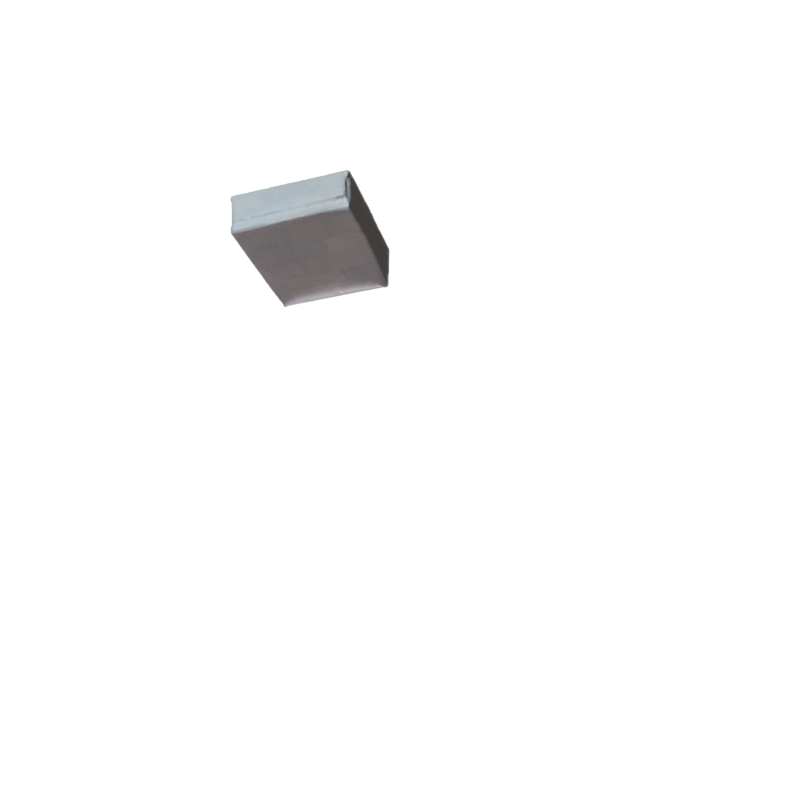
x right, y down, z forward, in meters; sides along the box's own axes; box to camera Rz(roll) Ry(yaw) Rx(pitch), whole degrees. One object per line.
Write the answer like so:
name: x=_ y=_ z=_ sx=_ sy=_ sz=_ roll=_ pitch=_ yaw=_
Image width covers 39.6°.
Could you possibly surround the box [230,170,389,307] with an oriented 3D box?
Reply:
box: x=-0.064 y=-0.117 z=0.817 sx=0.091 sy=0.041 sz=0.105 roll=-9 pitch=-31 yaw=14
